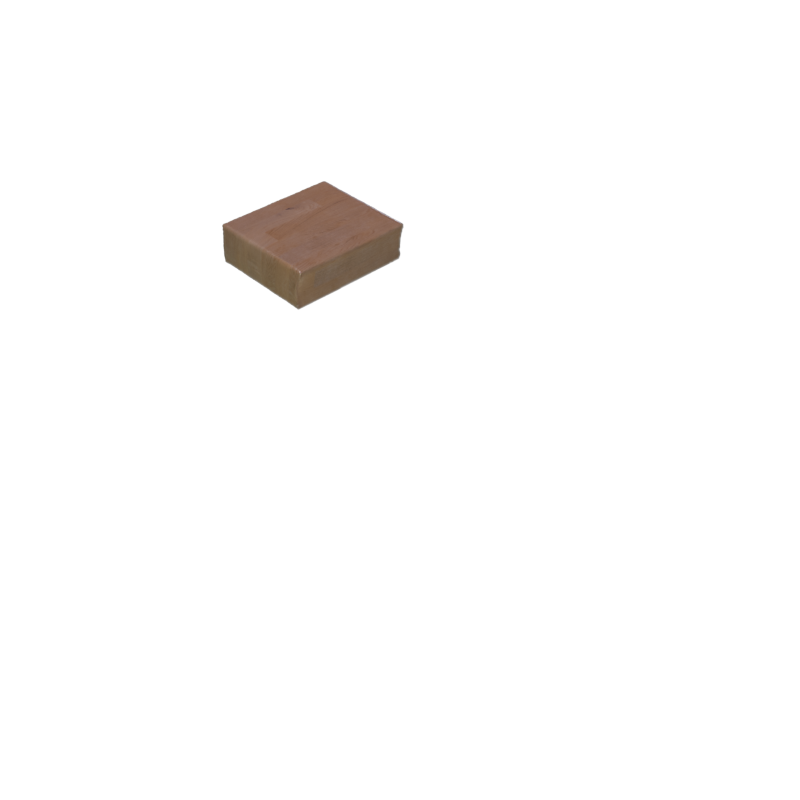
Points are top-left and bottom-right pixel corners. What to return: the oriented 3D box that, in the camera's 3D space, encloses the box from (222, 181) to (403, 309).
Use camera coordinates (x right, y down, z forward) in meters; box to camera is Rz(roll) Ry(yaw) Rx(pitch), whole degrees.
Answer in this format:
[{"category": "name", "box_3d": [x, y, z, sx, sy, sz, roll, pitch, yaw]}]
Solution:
[{"category": "box", "box_3d": [-0.068, -0.123, 0.862, 0.096, 0.036, 0.114, 31, 47, 33]}]
